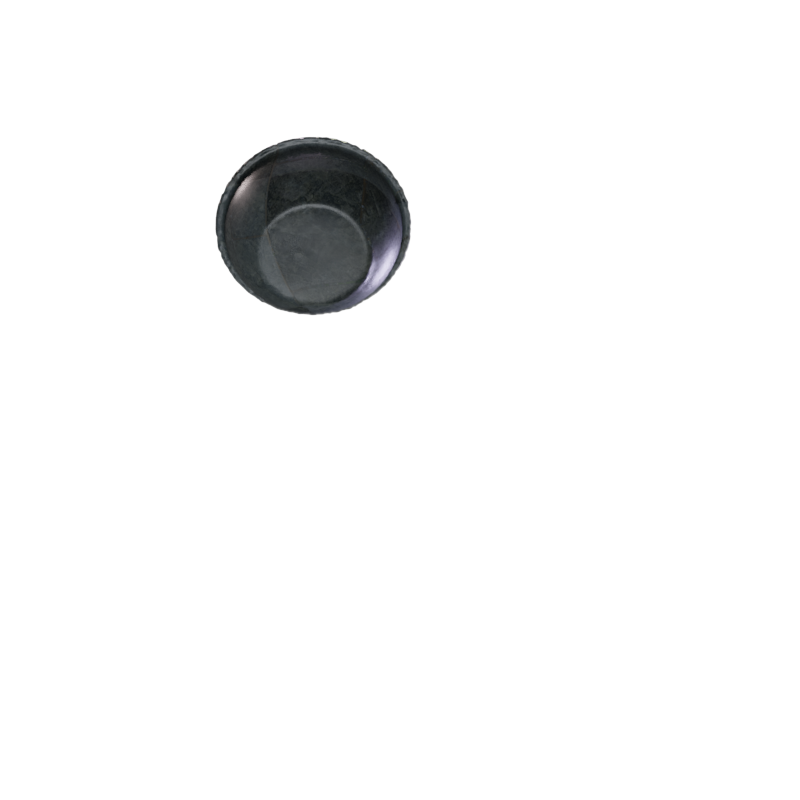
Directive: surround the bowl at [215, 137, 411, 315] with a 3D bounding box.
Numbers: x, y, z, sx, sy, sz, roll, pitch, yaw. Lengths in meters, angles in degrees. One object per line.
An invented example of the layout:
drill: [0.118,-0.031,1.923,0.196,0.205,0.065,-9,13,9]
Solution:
bowl: [-0.070,-0.128,0.894,0.162,0.153,0.058,1,27,-1]
